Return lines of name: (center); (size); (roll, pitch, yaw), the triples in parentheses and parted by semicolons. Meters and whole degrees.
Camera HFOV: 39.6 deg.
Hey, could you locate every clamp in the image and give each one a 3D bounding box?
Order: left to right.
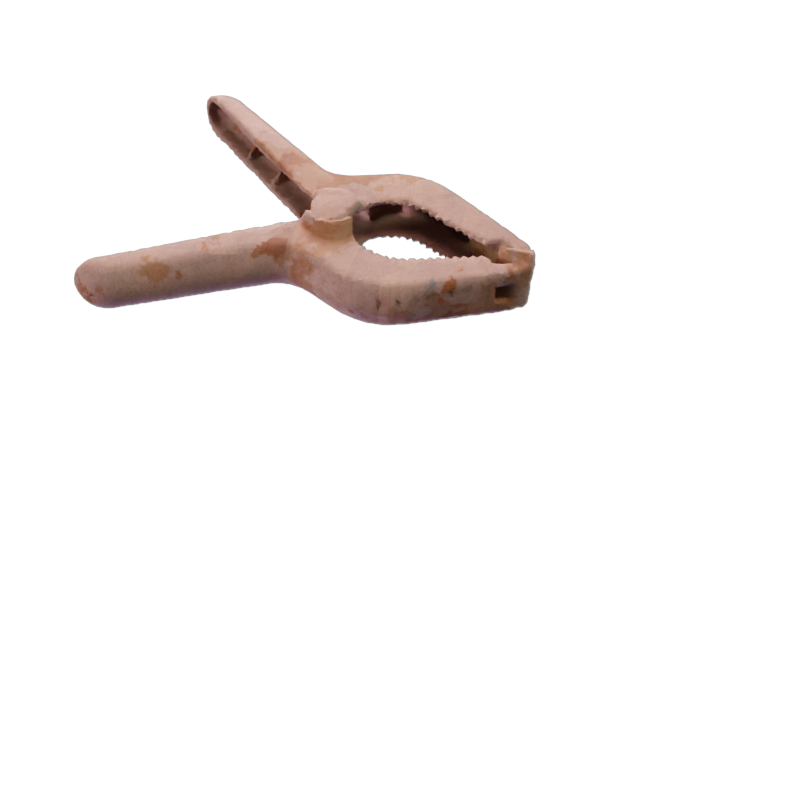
clamp: (-0.043, -0.078, 0.545); (0.218, 0.034, 0.170); (19, 49, 17)
